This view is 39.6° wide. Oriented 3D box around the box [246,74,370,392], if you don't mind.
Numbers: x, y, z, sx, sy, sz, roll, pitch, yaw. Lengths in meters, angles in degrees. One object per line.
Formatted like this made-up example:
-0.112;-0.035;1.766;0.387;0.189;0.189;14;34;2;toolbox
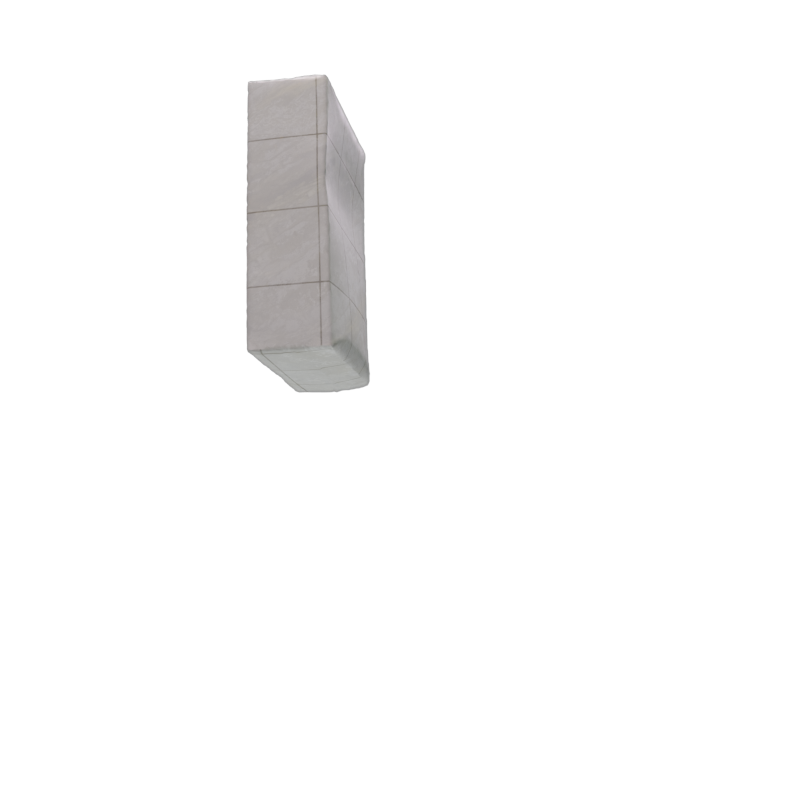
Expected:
-0.069;-0.125;0.879;0.073;0.223;0.156;-4;-16;8;box
